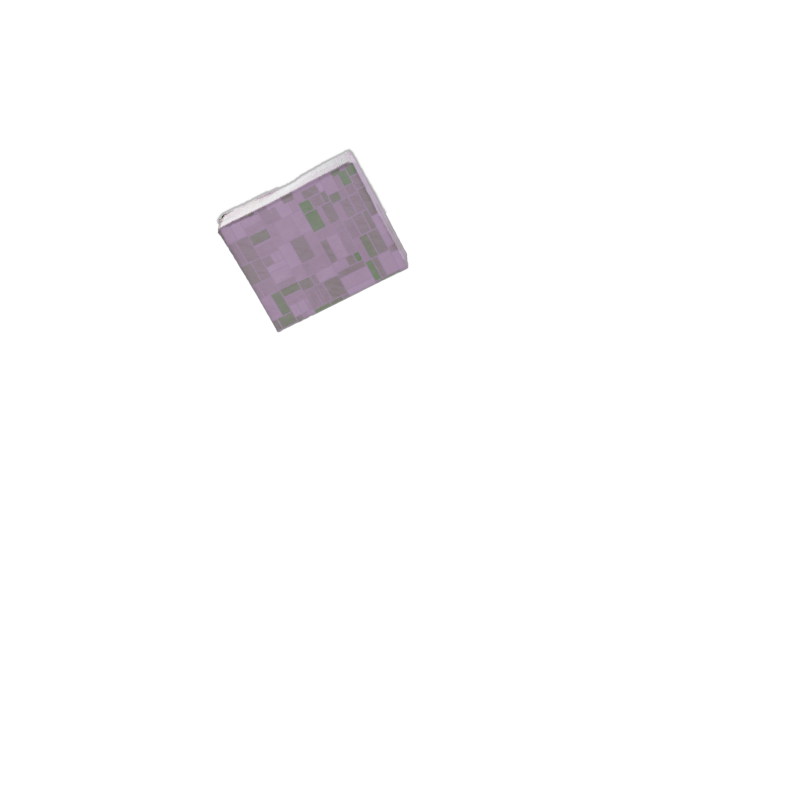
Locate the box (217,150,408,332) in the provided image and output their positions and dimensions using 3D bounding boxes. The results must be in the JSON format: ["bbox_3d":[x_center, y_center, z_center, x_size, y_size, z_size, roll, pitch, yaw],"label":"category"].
[{"bbox_3d":[-0.051,-0.092,0.645,0.089,0.070,0.032,-26,20,9],"label":"box"}]
